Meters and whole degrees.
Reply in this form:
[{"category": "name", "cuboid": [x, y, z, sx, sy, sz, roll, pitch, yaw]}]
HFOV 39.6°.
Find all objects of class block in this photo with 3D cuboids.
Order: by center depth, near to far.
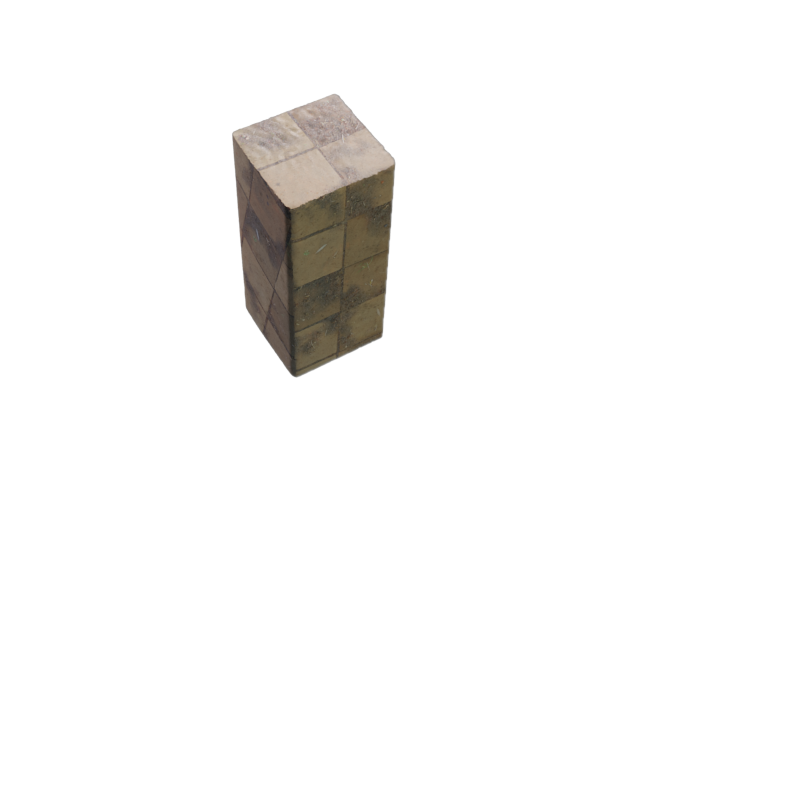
[{"category": "block", "cuboid": [-0.068, -0.123, 0.866, 0.090, 0.097, 0.192, -24, -31, -20]}]
